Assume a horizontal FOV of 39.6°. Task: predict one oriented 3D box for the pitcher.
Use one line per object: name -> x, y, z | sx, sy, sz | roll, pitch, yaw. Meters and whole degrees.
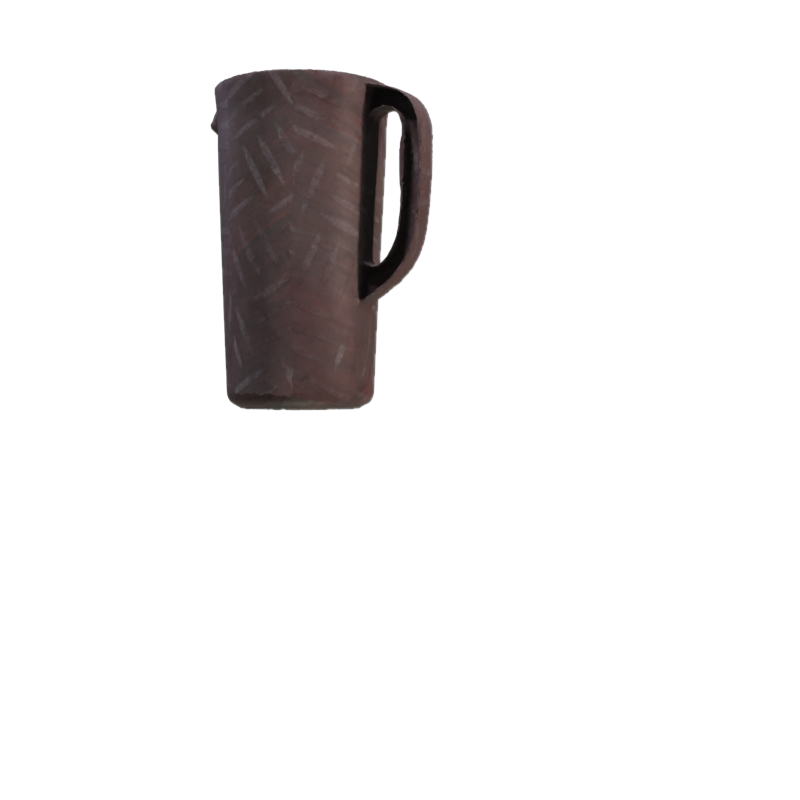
pitcher -> -0.064, -0.116, 0.816 | 0.142, 0.247, 0.150 | 1, -4, -15
